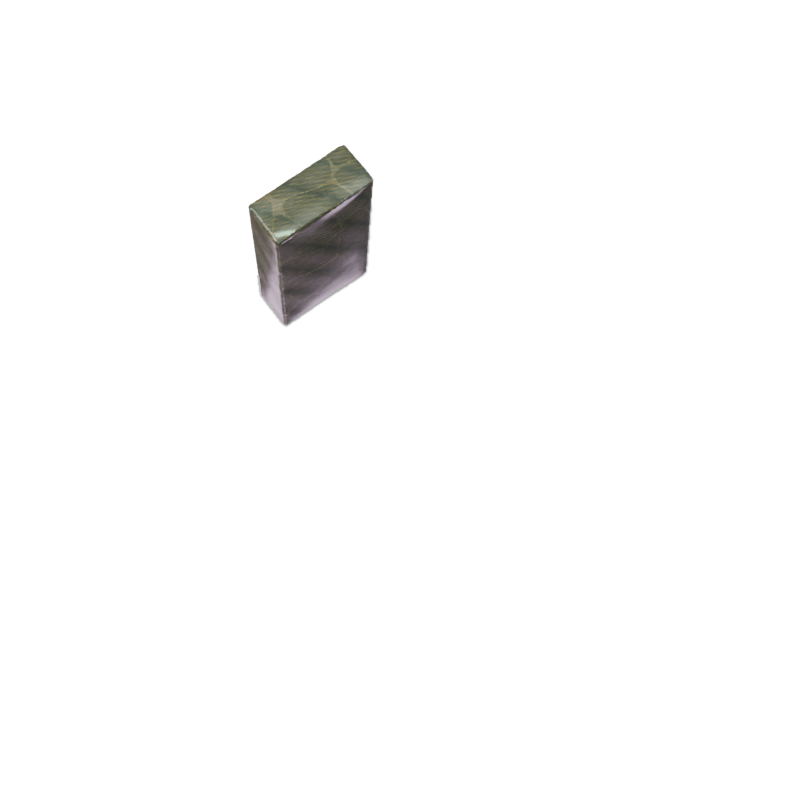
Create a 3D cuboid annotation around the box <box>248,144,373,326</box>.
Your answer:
[{"bbox_3d":[-0.071,-0.129,0.908,0.094,0.050,0.169,-36,-10,-13],"label":"box"}]
